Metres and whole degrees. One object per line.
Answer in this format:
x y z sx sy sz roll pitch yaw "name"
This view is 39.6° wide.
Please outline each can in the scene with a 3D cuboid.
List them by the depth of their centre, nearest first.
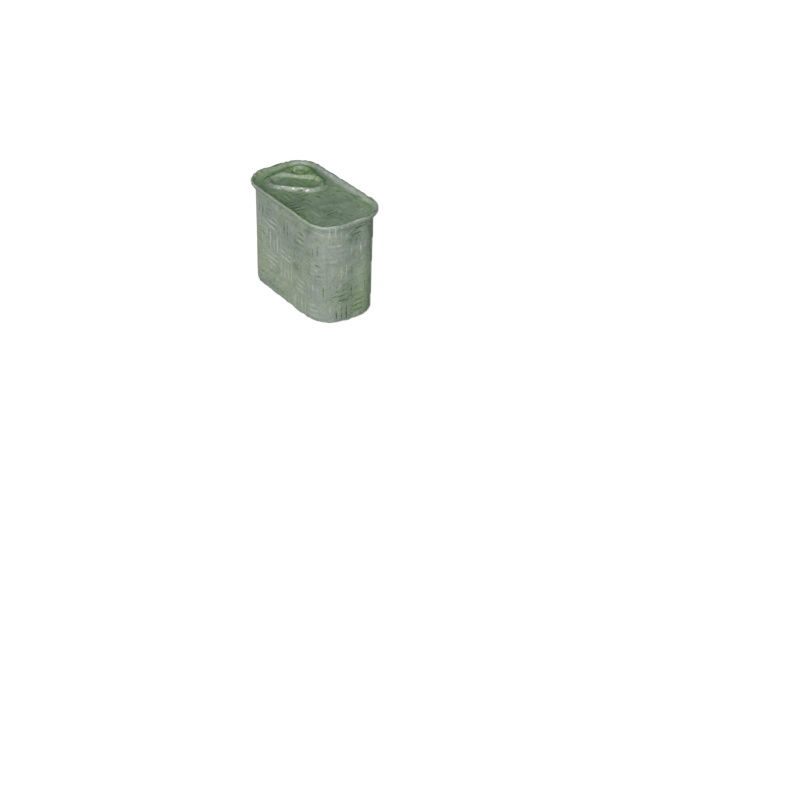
-0.063 -0.115 0.805 0.057 0.078 0.110 -22 41 -31 "can"
